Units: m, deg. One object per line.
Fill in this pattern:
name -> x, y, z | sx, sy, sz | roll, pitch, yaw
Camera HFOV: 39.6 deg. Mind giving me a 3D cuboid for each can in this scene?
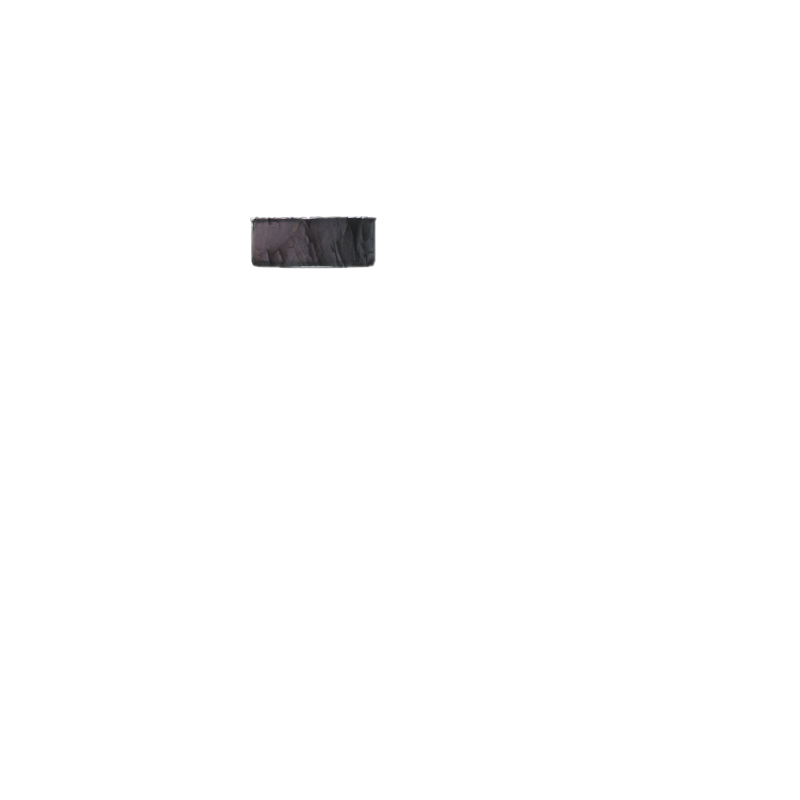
can -> -0.059, -0.107, 0.751 | 0.086, 0.033, 0.087 | 0, 8, -2
